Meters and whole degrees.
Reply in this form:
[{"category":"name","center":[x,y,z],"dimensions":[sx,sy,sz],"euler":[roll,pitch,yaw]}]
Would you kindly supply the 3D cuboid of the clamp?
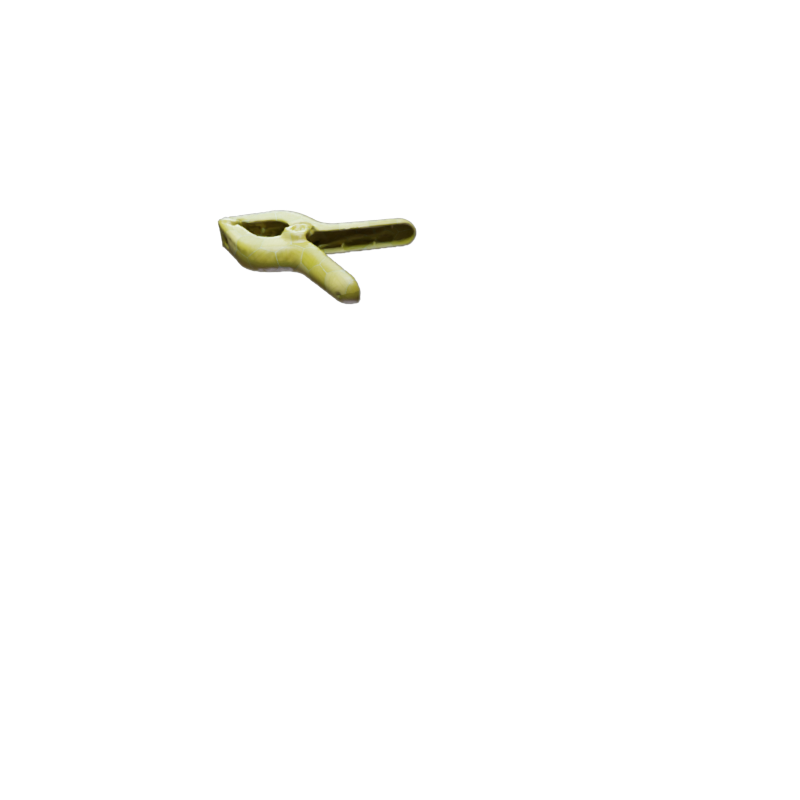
[{"category":"clamp","center":[-0.075,-0.136,0.954],"dimensions":[0.181,0.037,0.121],"euler":[21,37,30]}]
